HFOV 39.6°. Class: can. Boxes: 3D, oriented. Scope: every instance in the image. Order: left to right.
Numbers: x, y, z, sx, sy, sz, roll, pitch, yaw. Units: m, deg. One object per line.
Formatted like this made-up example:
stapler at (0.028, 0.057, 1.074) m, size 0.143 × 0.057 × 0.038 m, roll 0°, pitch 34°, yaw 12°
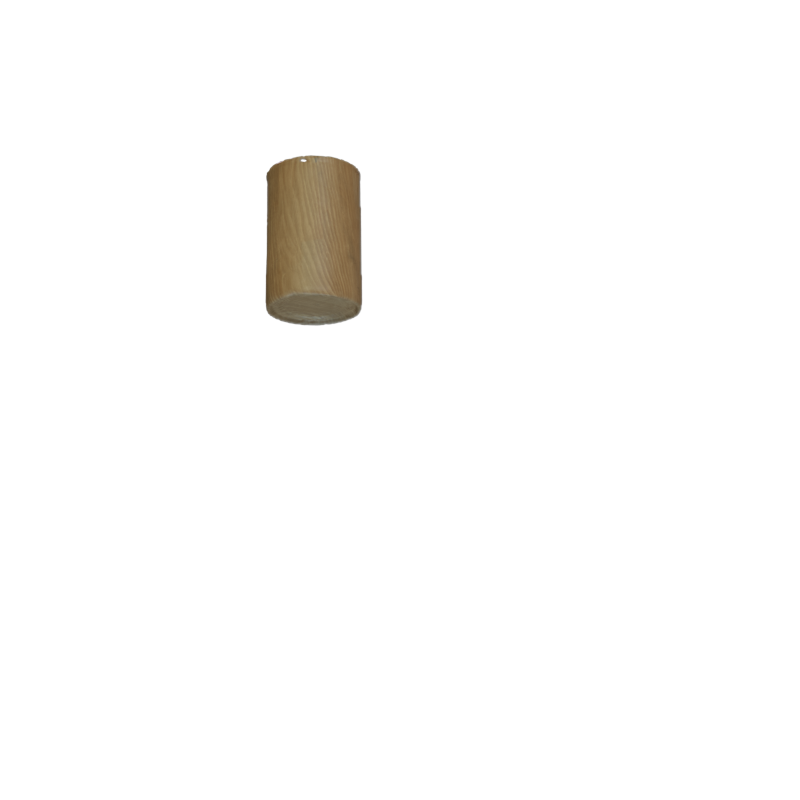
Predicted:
can at (-0.061, -0.110, 0.774) m, size 0.068 × 0.107 × 0.065 m, roll 0°, pitch -20°, yaw -2°
